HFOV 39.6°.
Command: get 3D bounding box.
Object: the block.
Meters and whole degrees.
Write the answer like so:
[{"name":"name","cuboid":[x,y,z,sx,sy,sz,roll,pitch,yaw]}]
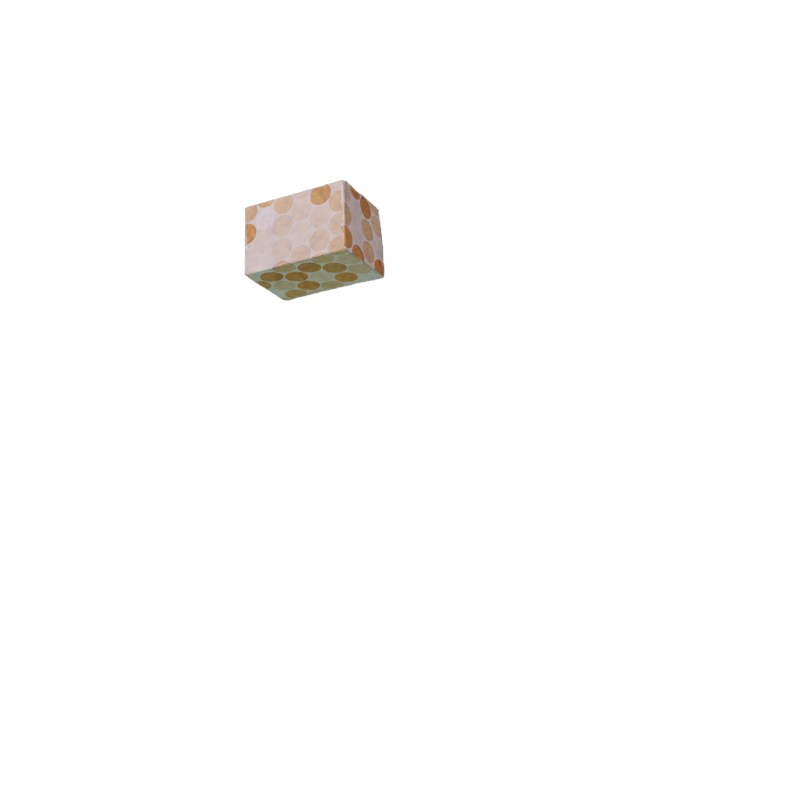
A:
[{"name":"block","cuboid":[-0.057,-0.104,0.726,0.079,0.054,0.049,-11,-24,26]}]
